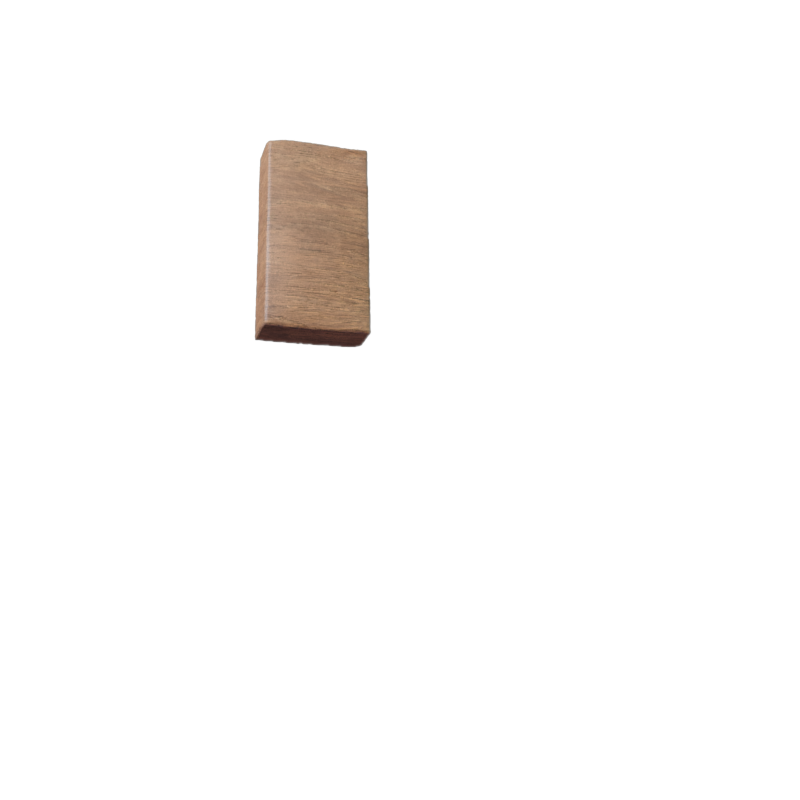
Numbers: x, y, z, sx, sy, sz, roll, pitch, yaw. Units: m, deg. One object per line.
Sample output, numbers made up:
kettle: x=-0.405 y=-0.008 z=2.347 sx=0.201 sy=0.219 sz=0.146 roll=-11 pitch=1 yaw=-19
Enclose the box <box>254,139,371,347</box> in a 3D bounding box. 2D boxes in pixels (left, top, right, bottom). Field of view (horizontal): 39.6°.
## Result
box: x=-0.074 y=-0.136 z=0.950 sx=0.091 sy=0.186 sz=0.047 roll=4 pitch=-23 yaw=-14
